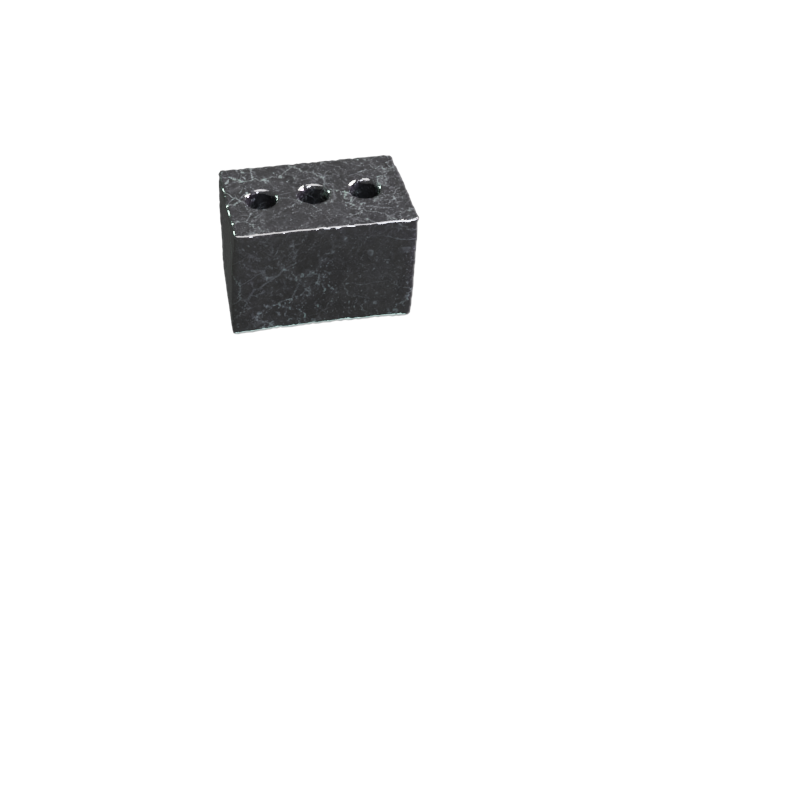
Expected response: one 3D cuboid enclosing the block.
[{"bbox_3d":[-0.037,-0.068,0.474,0.077,0.048,0.057,-8,42,-10],"label":"block"}]
